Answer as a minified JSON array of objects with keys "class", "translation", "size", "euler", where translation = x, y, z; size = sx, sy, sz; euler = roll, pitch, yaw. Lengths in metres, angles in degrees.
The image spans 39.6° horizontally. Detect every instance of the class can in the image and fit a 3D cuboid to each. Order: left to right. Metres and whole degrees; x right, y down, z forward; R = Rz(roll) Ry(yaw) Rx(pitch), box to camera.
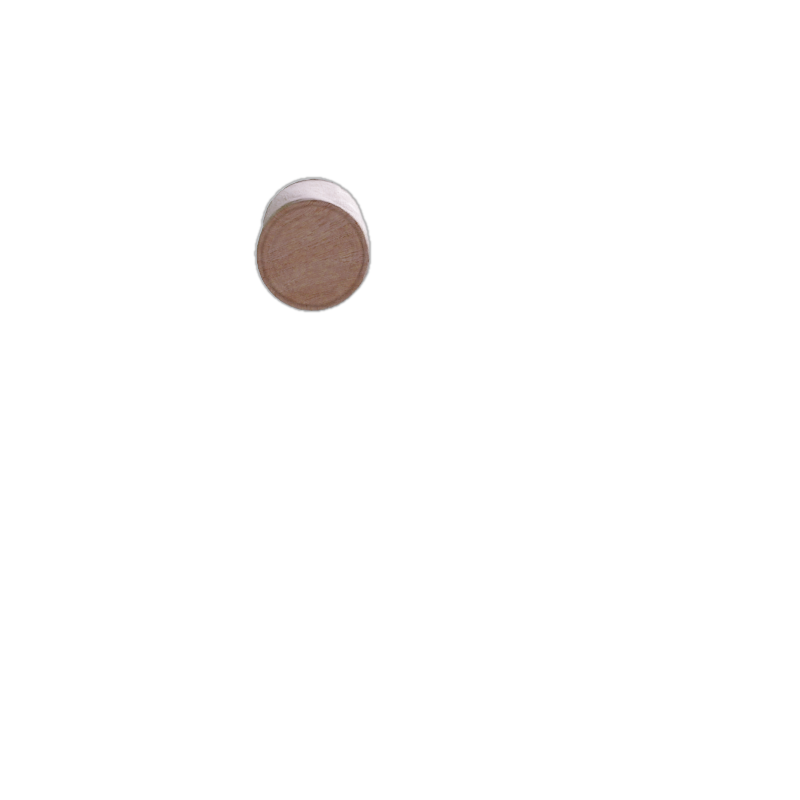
[{"class":"can","translation":[-0.054,-0.098,0.685],"size":[0.068,0.067,0.106],"euler":[0,15,-3]}]
